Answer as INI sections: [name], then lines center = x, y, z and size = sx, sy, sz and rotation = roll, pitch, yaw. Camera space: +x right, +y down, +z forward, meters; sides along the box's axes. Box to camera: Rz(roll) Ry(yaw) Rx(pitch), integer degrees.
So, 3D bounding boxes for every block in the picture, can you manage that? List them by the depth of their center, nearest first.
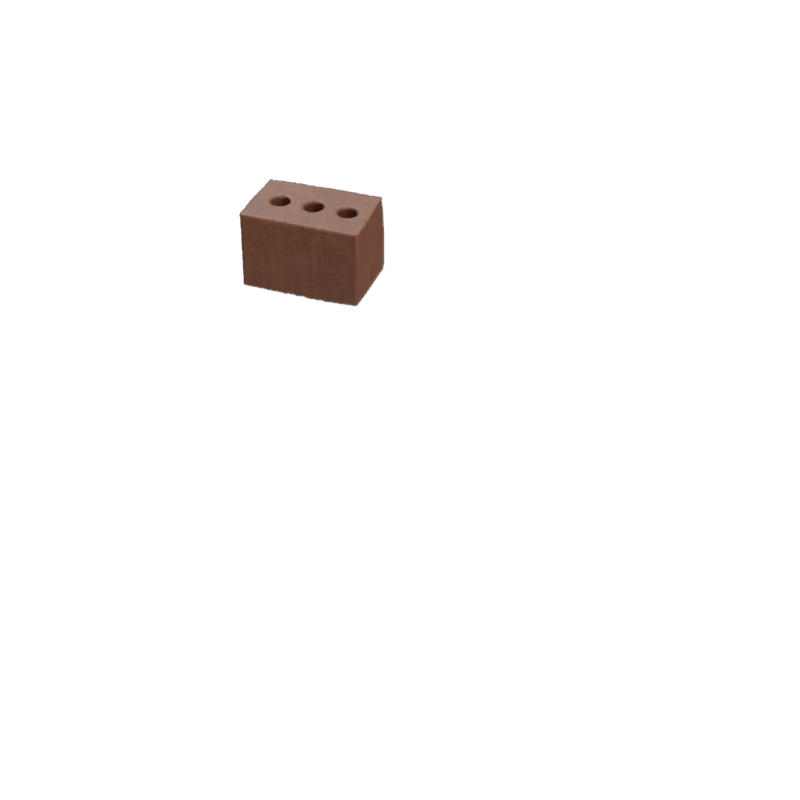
[block]
center = -0.054, -0.098, 0.686
size = 0.080, 0.048, 0.055
rotation = 11, 35, 15
